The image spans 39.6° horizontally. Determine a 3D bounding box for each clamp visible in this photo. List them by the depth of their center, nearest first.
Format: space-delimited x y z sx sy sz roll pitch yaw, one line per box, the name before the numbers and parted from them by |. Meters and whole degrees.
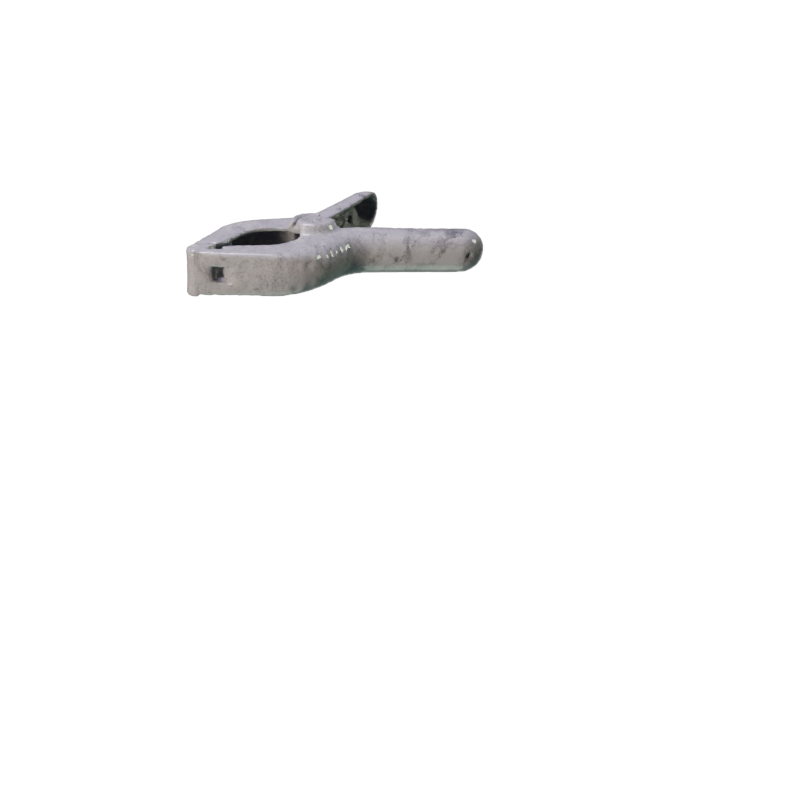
clamp | -0.052 -0.094 0.659 0.167 0.038 0.127 -9 20 -24
